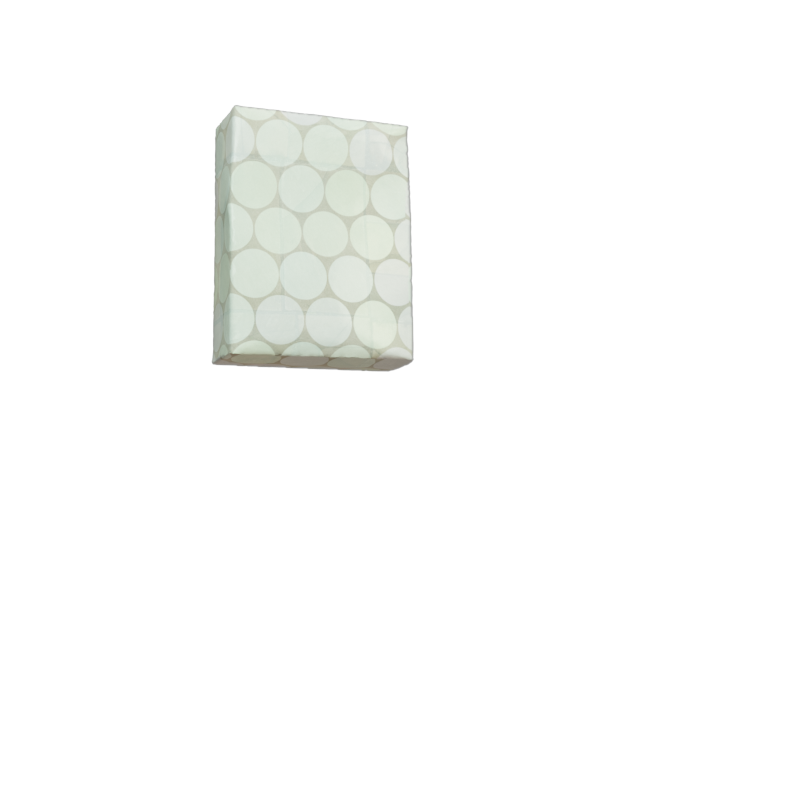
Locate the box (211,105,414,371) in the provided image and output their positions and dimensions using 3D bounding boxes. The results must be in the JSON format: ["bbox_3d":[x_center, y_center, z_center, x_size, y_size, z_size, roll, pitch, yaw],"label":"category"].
[{"bbox_3d":[-0.074,-0.136,0.951,0.160,0.221,0.071,3,-14,-19],"label":"box"}]
